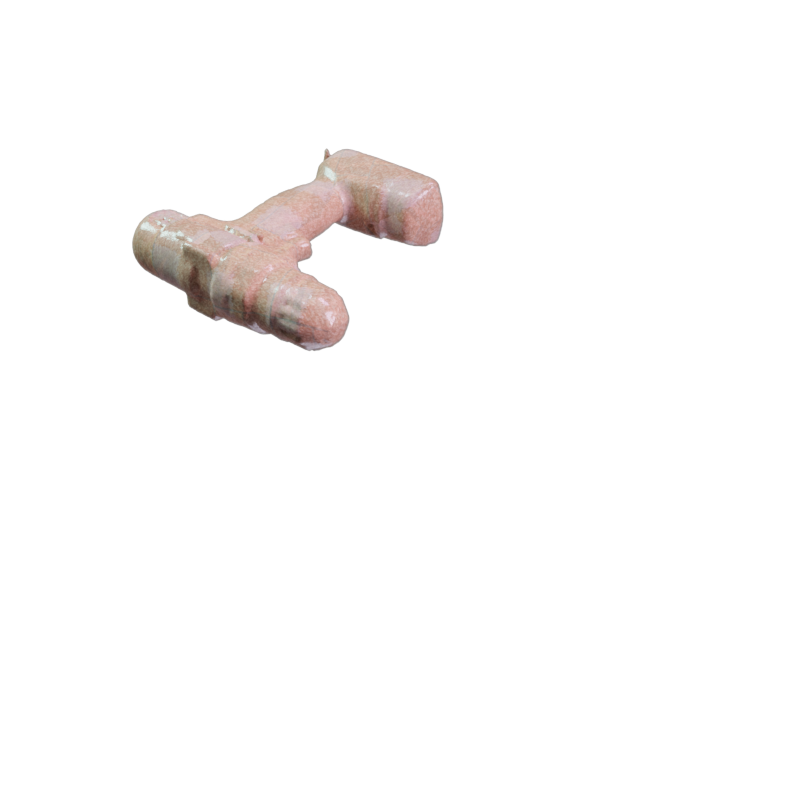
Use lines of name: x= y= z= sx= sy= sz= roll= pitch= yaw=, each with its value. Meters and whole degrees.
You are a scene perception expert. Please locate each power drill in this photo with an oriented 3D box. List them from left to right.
power drill: x=-0.058 y=-0.106 z=0.742 sx=0.197 sy=0.054 sz=0.187 roll=28 pitch=41 yaw=36
